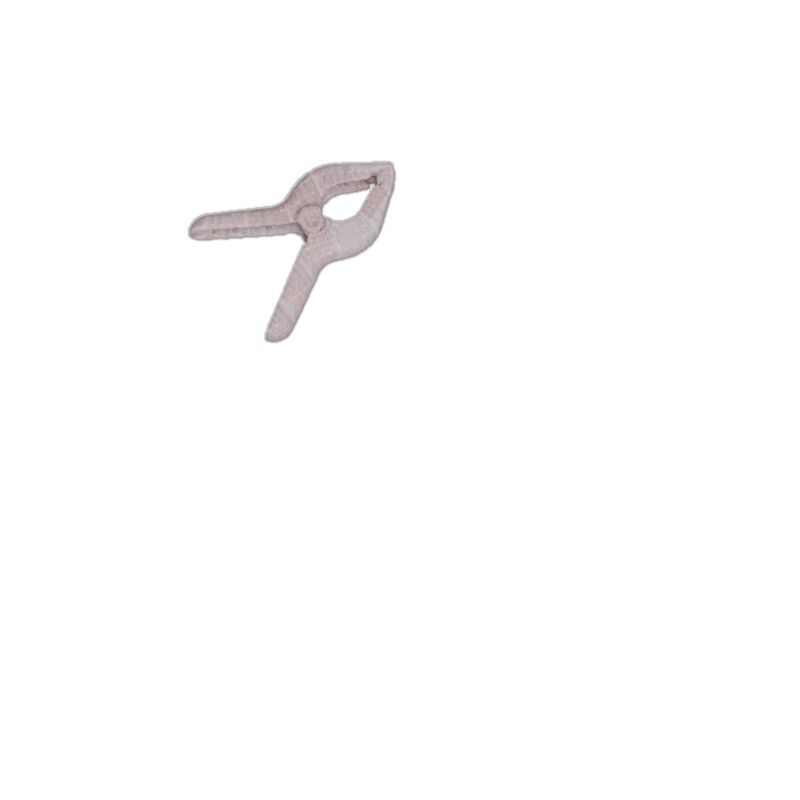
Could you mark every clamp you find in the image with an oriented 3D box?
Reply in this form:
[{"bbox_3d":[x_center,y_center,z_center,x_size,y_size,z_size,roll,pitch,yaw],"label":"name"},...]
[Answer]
[{"bbox_3d":[-0.069,-0.126,0.886,0.171,0.124,0.038,-28,-11,-6],"label":"clamp"}]
